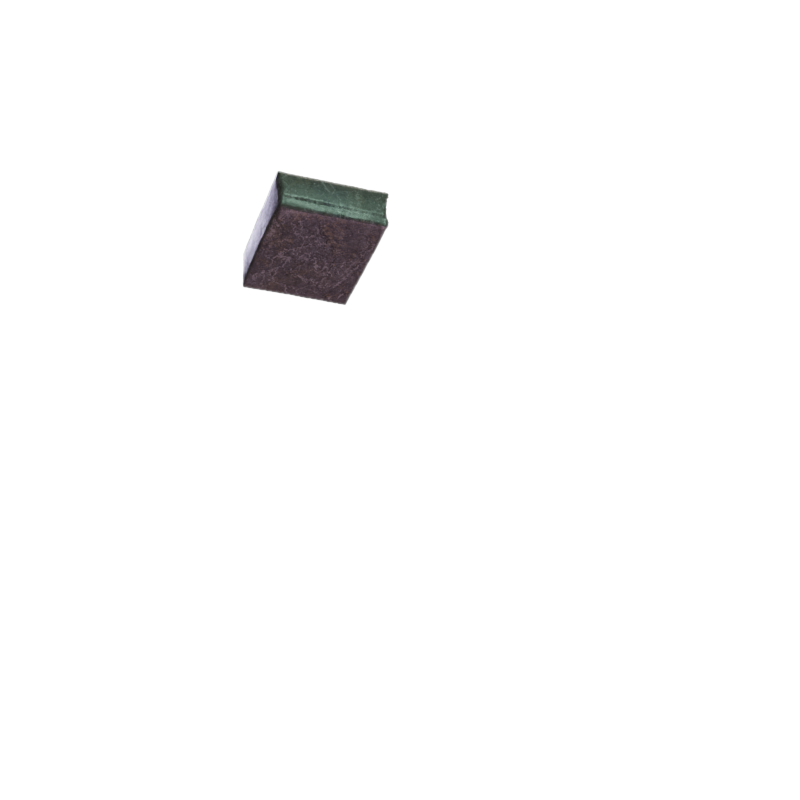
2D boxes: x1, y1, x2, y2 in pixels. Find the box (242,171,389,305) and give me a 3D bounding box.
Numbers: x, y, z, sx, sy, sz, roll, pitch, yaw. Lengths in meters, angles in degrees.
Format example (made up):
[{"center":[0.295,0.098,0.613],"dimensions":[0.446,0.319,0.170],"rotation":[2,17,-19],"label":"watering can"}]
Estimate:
[{"center":[-0.069,-0.125,0.875],"dimensions":[0.088,0.041,0.109],"rotation":[10,-32,-17],"label":"box"}]
